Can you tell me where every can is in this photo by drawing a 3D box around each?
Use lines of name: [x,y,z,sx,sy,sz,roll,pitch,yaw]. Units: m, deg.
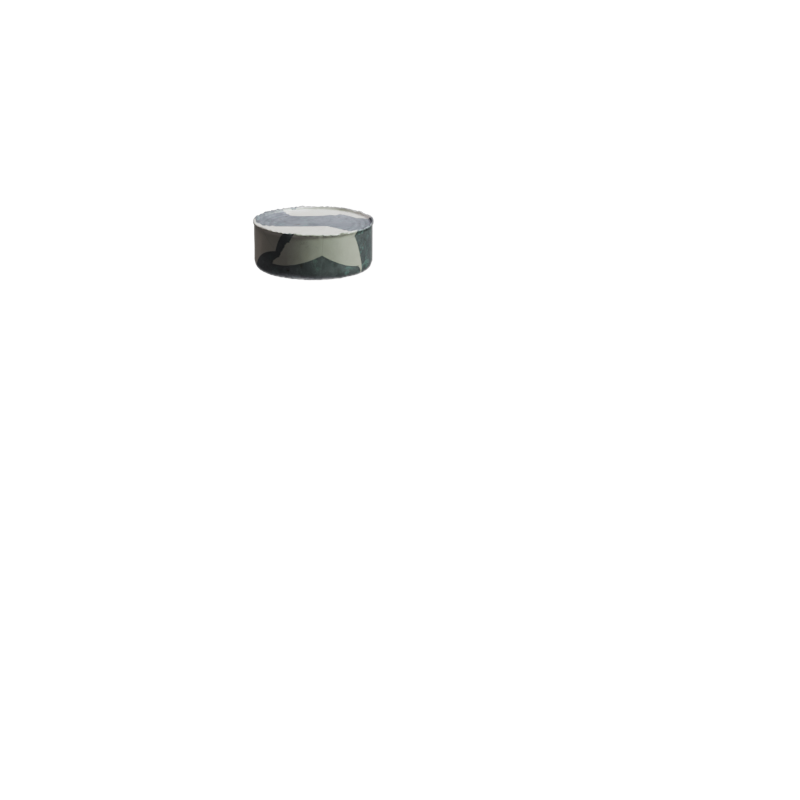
can: [-0.062,-0.113,0.790,0.086,0.032,0.090,-1,21,-2]
